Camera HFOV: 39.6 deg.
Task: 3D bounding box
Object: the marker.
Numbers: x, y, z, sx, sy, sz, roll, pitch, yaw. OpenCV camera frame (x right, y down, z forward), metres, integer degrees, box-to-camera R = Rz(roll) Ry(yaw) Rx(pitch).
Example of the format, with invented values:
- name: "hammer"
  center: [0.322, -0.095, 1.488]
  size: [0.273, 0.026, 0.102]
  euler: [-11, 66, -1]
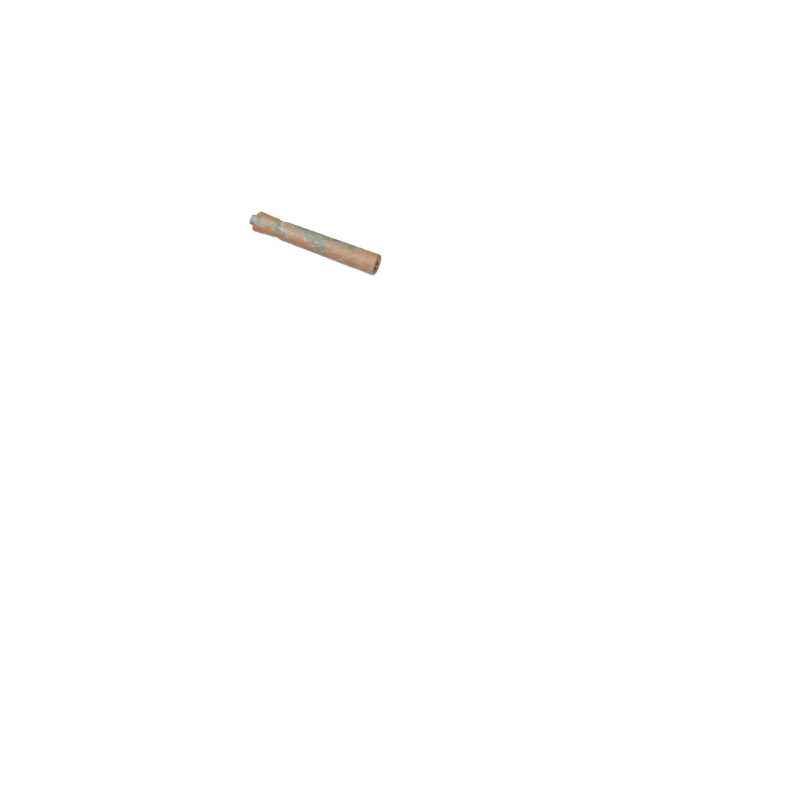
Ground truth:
- name: "marker"
  center: [-0.075, -0.136, 0.954]
  size: [0.125, 0.019, 0.019]
  euler: [22, 10, 17]
